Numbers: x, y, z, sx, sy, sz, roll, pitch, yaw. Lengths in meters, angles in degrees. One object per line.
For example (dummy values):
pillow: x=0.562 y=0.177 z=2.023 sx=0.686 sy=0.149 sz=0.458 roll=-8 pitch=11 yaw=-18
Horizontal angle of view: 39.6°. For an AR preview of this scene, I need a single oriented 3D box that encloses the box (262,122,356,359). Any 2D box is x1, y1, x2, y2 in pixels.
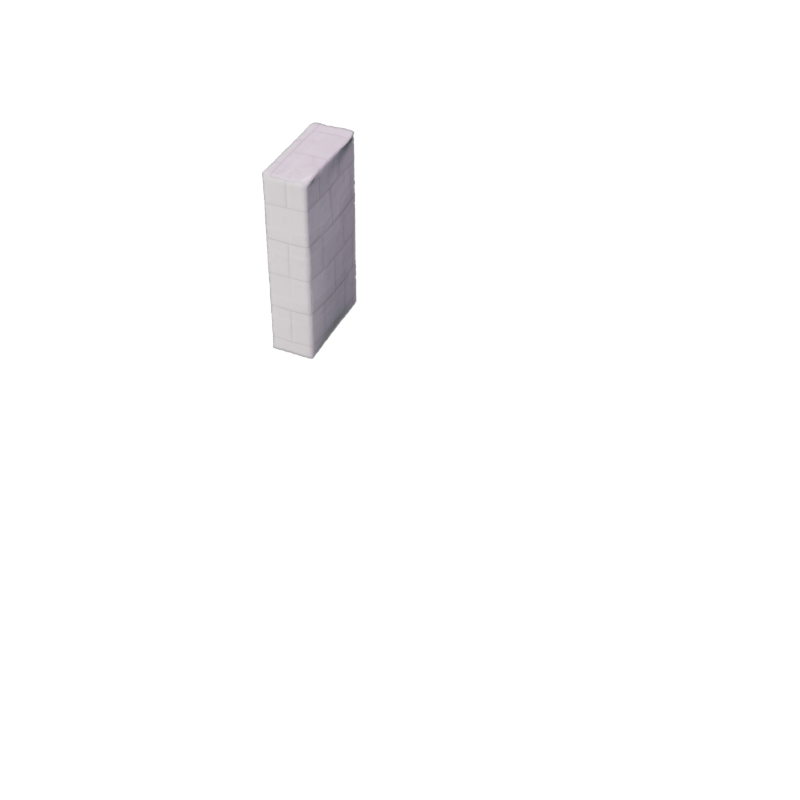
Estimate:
box: x=-0.072 y=-0.132 z=0.927 sx=0.050 sy=0.165 sz=0.096 roll=17 pitch=42 yaw=16
